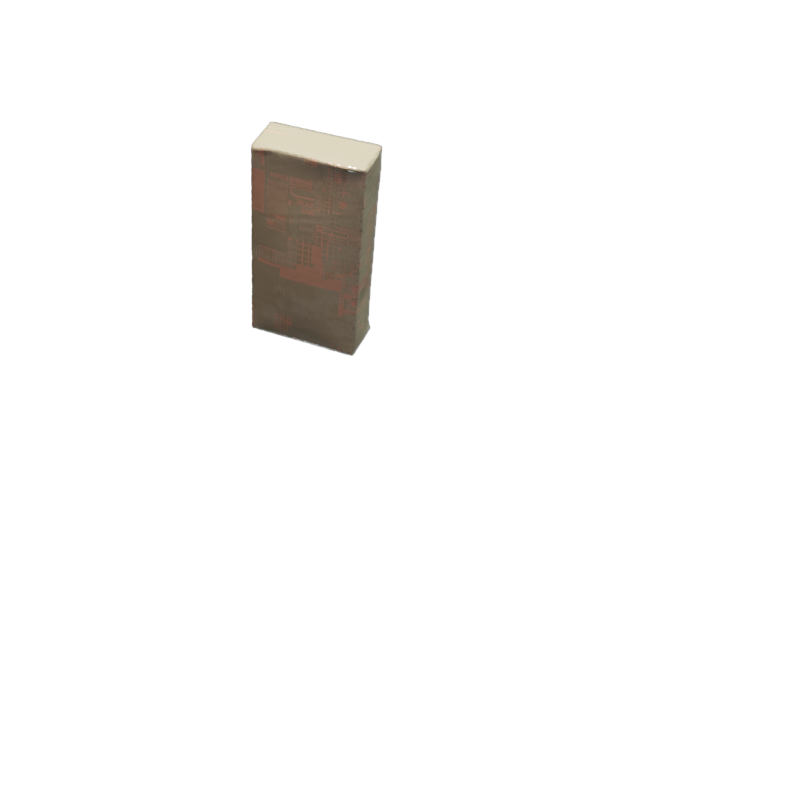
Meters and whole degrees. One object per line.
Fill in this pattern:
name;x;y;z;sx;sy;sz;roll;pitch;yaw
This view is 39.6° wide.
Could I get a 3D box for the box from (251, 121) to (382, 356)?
box;-0.068;-0.123;0.861;0.096;0.164;0.050;16;42;15
